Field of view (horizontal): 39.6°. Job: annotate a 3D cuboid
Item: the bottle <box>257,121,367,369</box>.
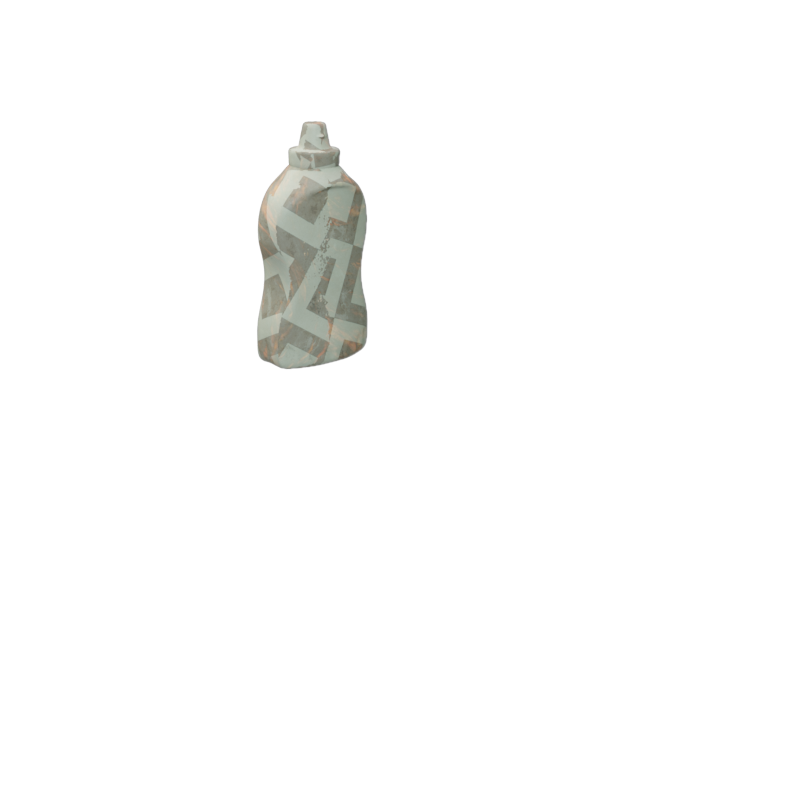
[{"bbox_3d":[-0.069,-0.127,0.888,0.094,0.186,0.062,-11,18,-38],"label":"bottle"}]
